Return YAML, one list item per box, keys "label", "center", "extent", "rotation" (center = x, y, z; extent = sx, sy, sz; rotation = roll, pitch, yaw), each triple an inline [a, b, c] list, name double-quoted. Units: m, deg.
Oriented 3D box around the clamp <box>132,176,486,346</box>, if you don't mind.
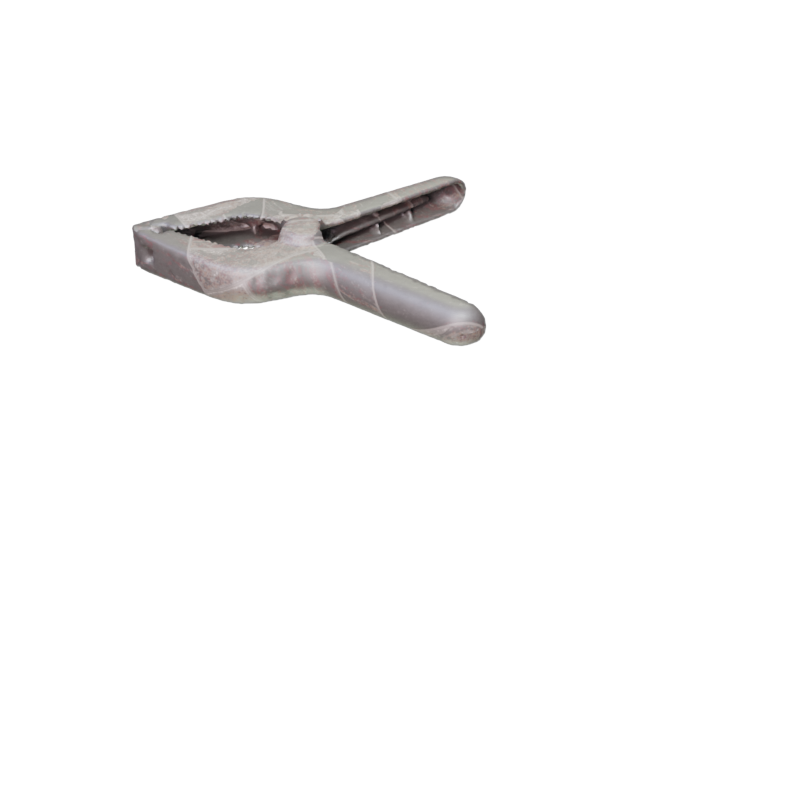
- label: "clamp"
  center: [-0.052, -0.095, 0.664]
  extent: [0.212, 0.034, 0.173]
  rotation: [5, 36, 7]
